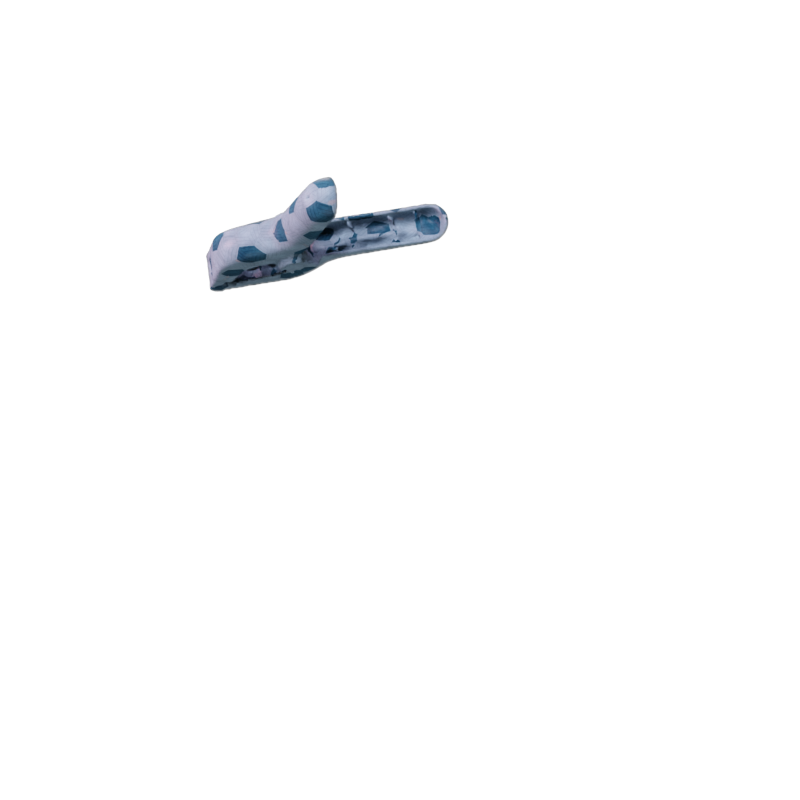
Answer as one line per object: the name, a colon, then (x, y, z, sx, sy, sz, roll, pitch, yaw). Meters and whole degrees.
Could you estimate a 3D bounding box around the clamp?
clamp: (-0.057, -0.104, 0.725, 0.114, 0.041, 0.174, 9, -14, -40)
